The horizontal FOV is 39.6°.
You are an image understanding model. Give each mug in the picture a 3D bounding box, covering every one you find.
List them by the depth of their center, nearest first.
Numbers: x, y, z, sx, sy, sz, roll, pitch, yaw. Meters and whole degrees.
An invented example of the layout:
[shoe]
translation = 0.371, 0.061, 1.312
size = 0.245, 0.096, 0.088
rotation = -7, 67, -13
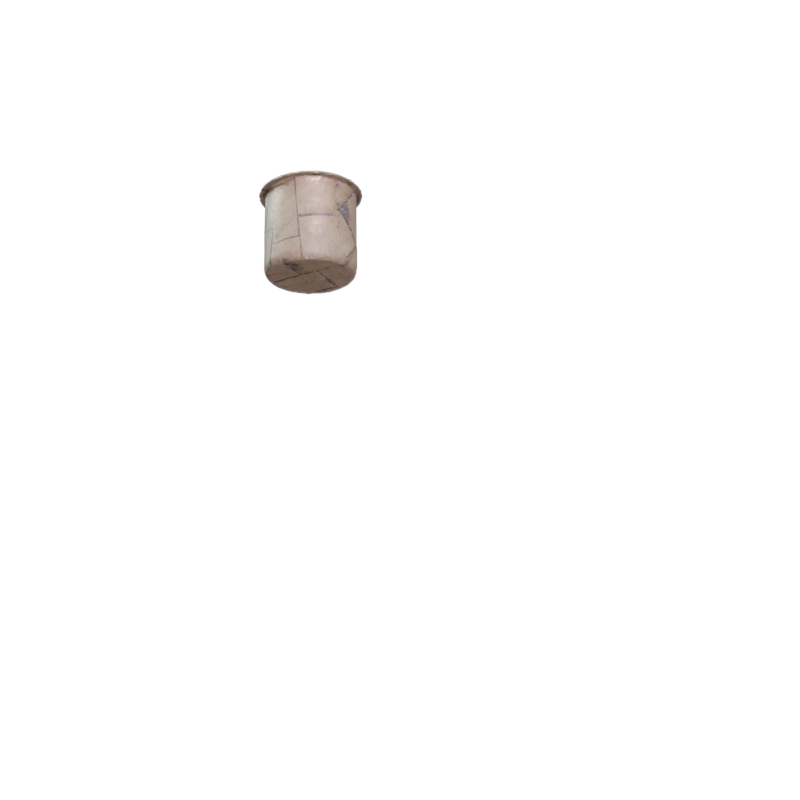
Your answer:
[mug]
translation = -0.078, -0.142, 0.995
size = 0.094, 0.086, 0.110
rotation = -4, -22, 8
